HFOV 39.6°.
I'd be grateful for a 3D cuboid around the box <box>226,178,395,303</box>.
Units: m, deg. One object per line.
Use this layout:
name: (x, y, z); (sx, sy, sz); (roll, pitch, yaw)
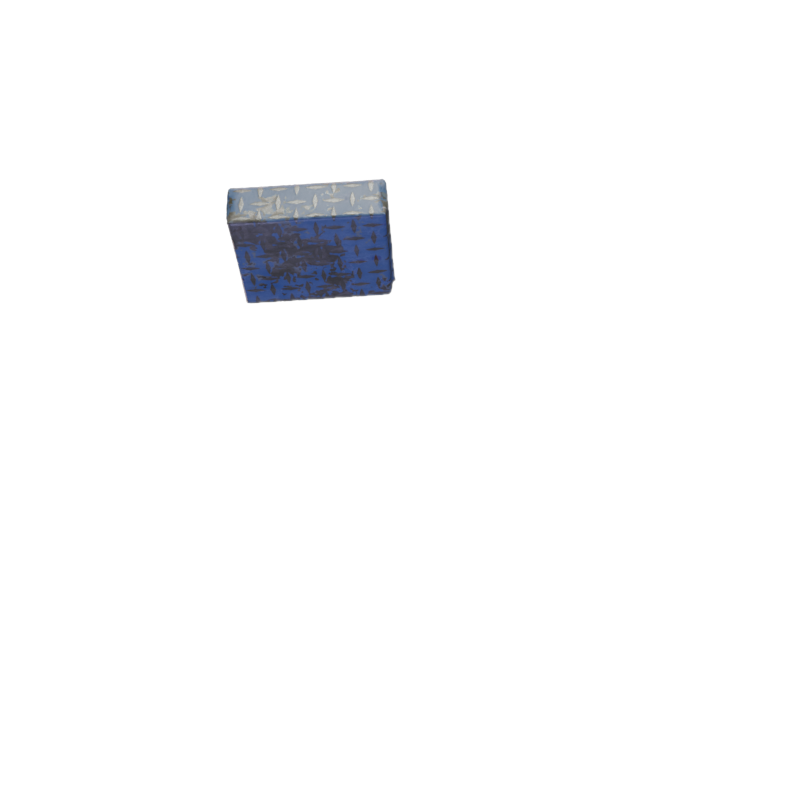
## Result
box: (-0.049, -0.090, 0.631); (0.090, 0.032, 0.068); (-3, -35, 4)
